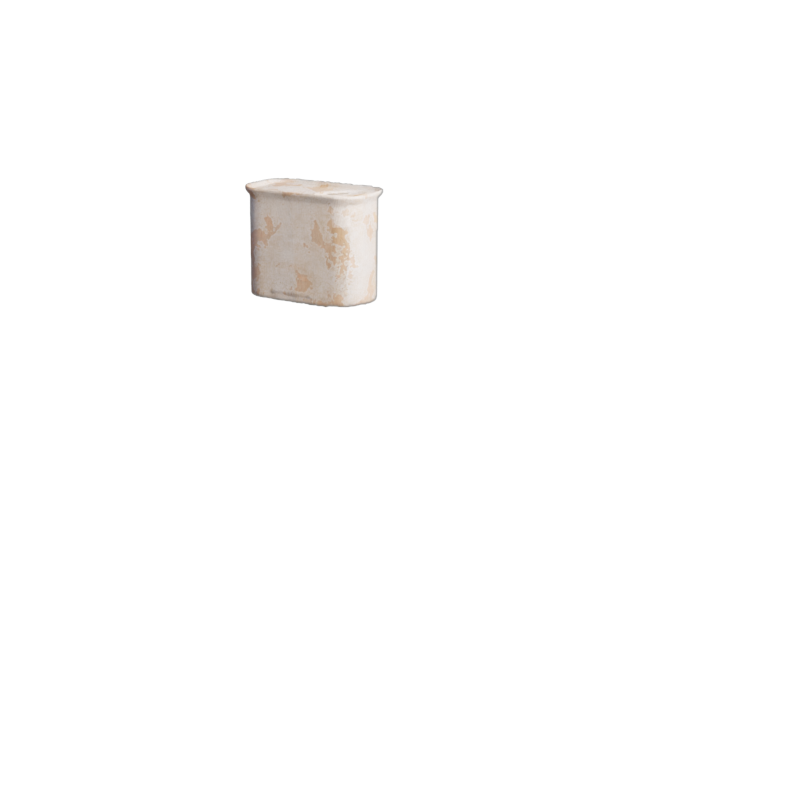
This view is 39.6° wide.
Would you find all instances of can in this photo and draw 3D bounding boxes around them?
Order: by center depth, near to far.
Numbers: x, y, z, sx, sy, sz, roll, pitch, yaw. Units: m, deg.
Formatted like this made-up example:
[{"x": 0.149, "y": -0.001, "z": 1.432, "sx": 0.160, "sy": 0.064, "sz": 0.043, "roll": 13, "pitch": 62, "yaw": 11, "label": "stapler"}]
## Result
[{"x": -0.065, "y": -0.118, "z": 0.827, "sx": 0.106, "sy": 0.081, "sz": 0.057, "roll": 10, "pitch": 17, "yaw": 29, "label": "can"}]
